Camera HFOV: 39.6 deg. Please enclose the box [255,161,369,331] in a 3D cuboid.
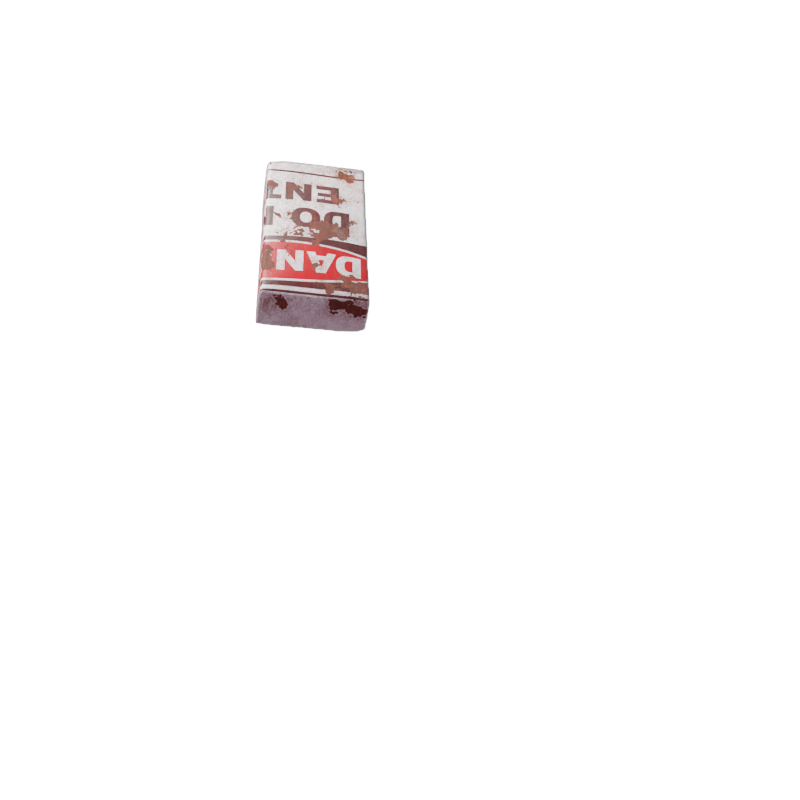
[{"bbox_3d":[-0.077,-0.140,0.977,0.092,0.189,0.045,4,-42,-8],"label":"box"}]
